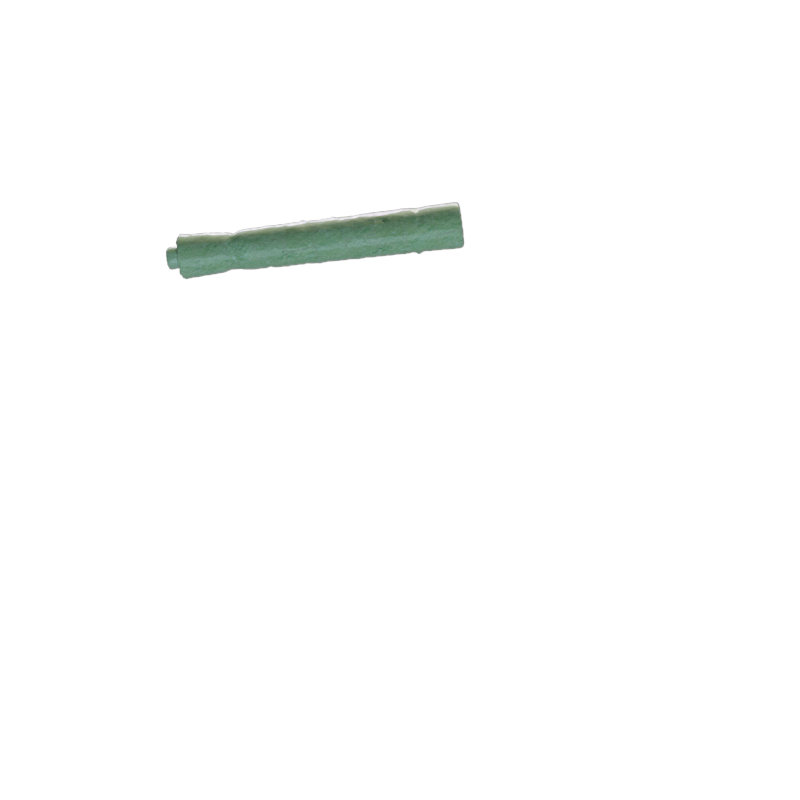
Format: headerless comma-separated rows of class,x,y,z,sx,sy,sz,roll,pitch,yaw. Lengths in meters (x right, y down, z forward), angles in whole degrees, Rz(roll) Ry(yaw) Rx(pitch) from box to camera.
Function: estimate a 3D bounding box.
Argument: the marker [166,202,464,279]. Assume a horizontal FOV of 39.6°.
marker,-0.035,-0.065,0.452,0.121,0.020,0.020,-6,4,5
